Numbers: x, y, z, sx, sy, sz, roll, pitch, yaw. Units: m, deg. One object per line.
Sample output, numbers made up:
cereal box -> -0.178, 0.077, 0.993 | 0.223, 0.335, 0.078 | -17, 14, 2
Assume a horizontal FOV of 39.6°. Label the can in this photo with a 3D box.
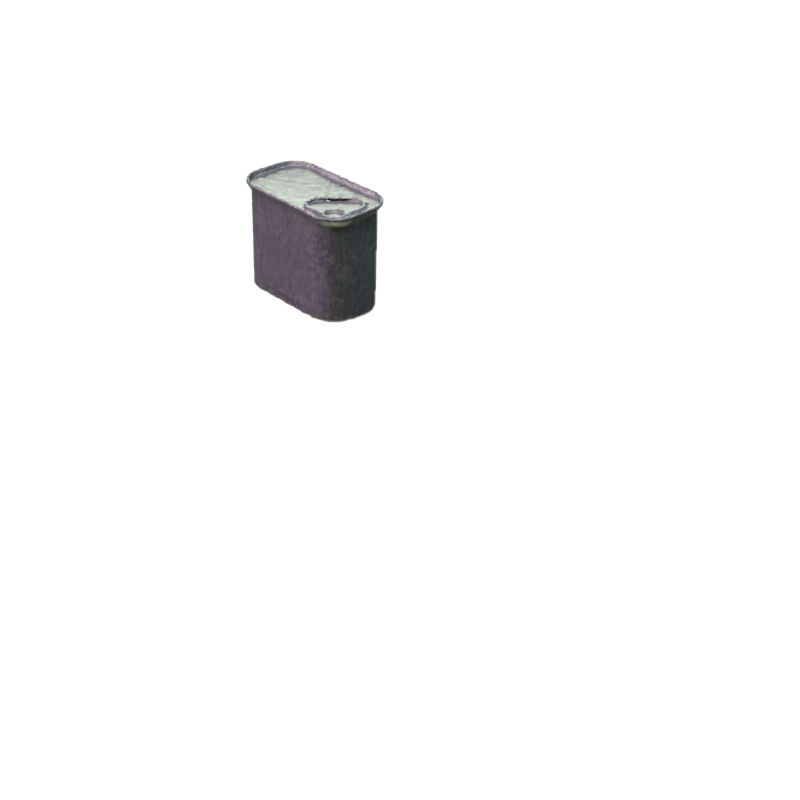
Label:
can -> -0.061, -0.112, 0.782 | 0.057, 0.079, 0.109 | -24, 39, -37
